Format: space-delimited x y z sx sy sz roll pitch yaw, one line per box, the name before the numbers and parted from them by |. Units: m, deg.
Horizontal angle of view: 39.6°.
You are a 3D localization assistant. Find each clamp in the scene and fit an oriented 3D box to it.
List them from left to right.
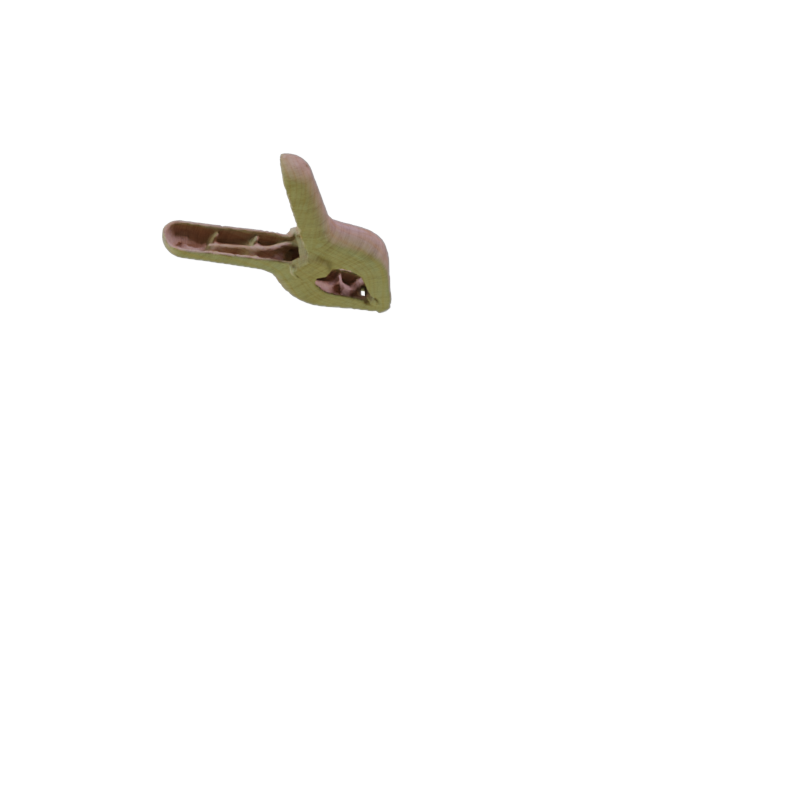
clamp | -0.058 -0.105 0.738 0.162 0.041 0.120 18 -28 -37
